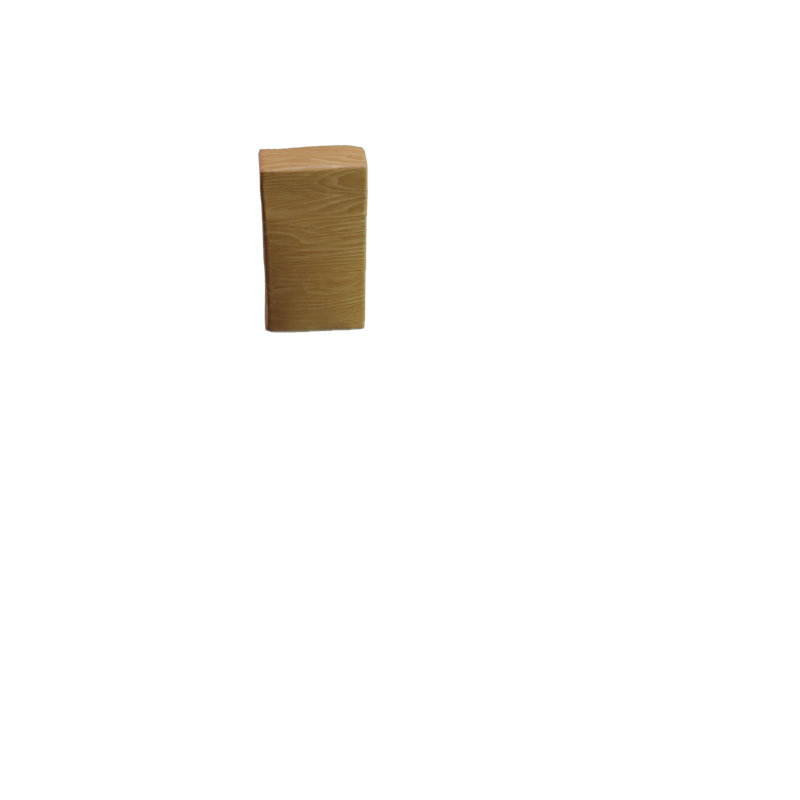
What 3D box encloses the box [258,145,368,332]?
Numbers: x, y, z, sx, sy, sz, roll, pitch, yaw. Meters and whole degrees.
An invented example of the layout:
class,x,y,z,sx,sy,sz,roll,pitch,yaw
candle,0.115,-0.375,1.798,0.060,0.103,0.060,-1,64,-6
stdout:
class,x,y,z,sx,sy,sz,roll,pitch,yaw
box,-0.077,-0.141,0.985,0.093,0.165,0.052,-2,35,-5
